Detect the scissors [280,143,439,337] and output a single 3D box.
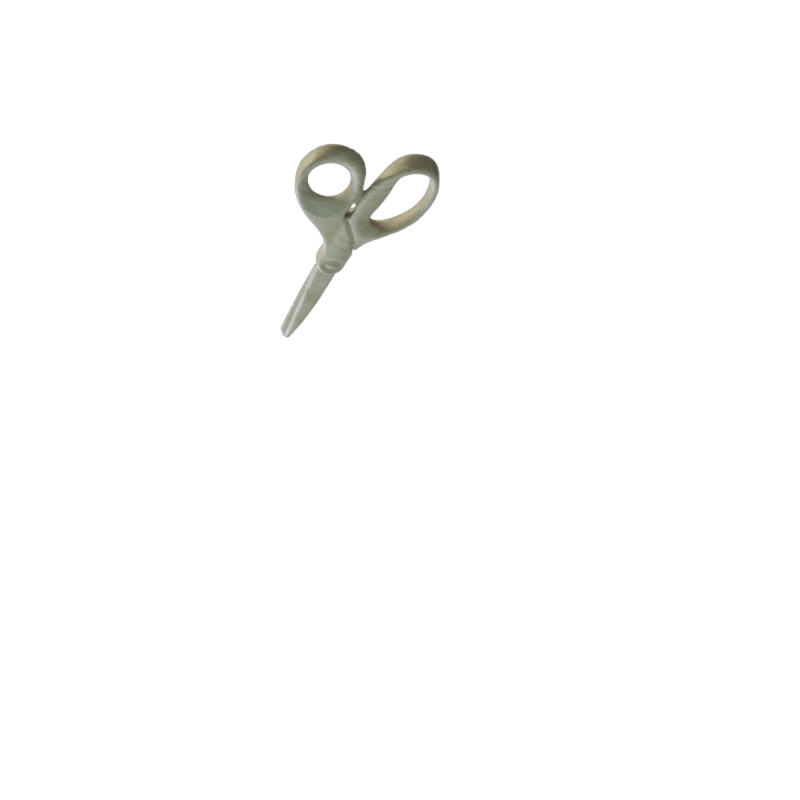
[{"bbox_3d":[-0.056,-0.103,0.720,0.091,0.017,0.199,24,-41,-31],"label":"scissors"}]
